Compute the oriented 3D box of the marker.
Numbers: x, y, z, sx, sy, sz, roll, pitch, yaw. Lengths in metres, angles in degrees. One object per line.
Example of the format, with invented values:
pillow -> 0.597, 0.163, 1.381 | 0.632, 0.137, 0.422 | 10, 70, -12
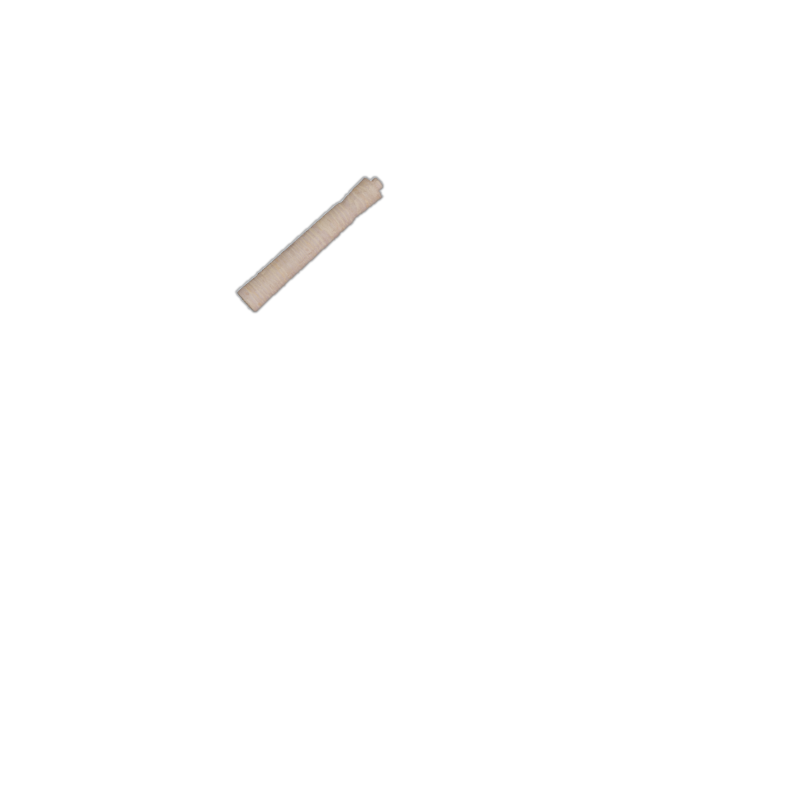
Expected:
marker -> -0.057, -0.105, 0.733 | 0.121, 0.019, 0.020 | -43, 12, -8
